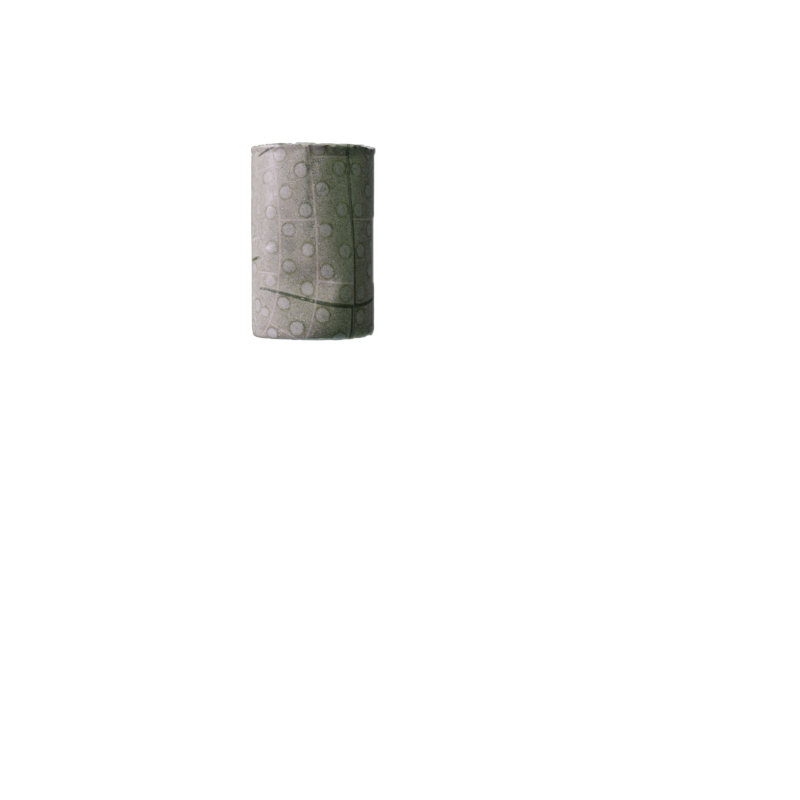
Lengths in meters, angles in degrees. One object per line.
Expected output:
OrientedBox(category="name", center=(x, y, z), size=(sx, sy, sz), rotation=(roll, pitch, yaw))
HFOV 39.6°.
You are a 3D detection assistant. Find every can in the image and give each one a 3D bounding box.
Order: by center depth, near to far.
OrientedBox(category="can", center=(-0.047, -0.086, 0.601), size=(0.068, 0.102, 0.069), rotation=(0, 2, -2))
